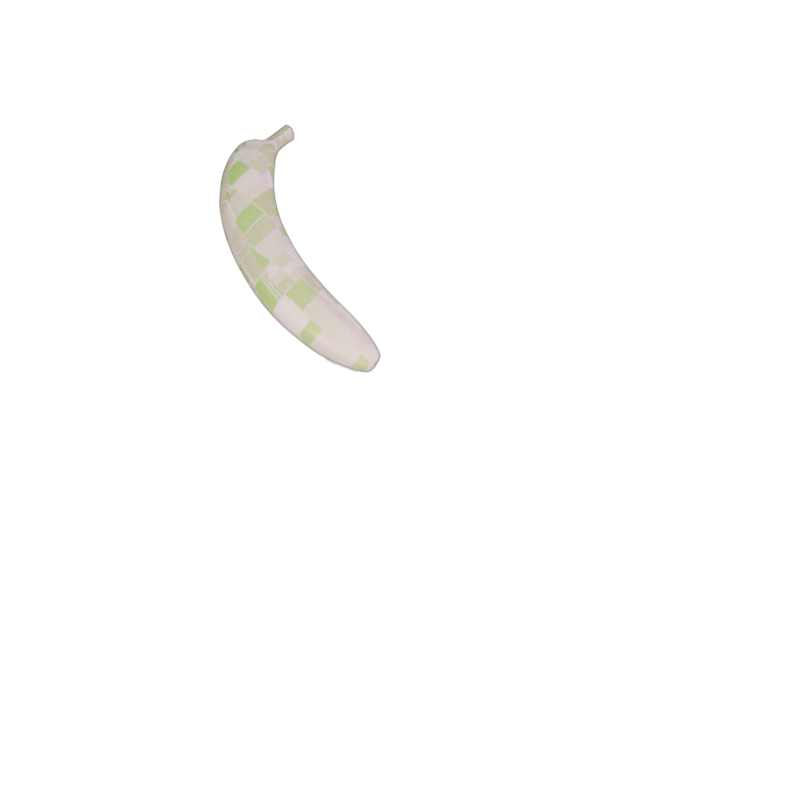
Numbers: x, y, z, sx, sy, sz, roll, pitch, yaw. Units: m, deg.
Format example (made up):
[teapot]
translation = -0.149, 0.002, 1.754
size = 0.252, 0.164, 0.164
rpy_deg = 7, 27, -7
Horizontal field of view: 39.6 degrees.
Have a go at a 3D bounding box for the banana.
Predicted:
[banana]
translation = -0.075, -0.101, 0.715
size = 0.069, 0.211, 0.034
rpy_deg = -16, -28, -9
